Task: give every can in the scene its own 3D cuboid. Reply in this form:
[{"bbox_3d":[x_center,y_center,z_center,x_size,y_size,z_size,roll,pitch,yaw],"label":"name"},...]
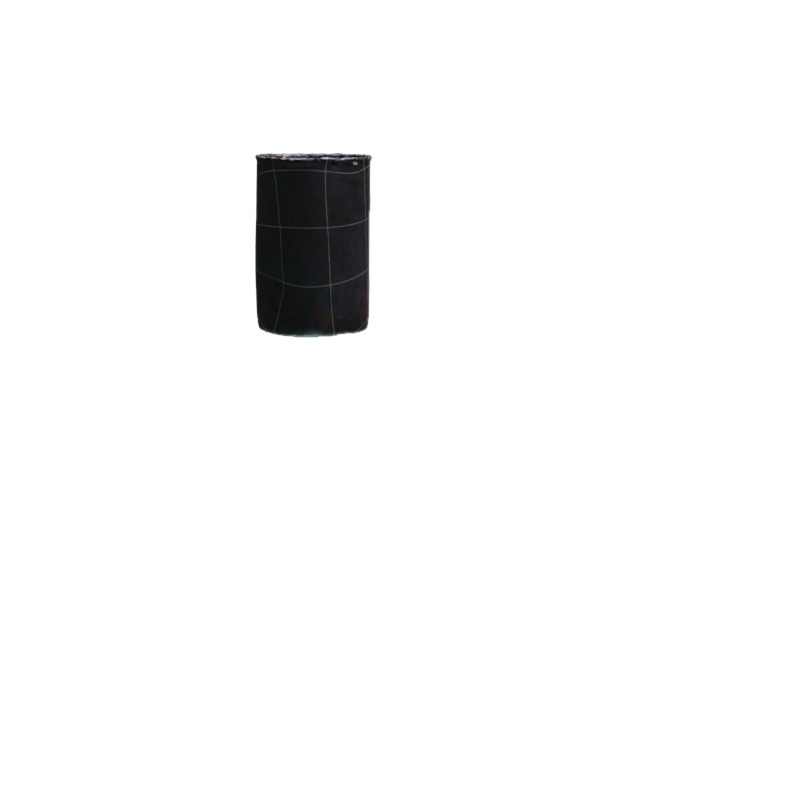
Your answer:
[{"bbox_3d":[-0.051,-0.093,0.651,0.068,0.100,0.070,0,9,-2],"label":"can"}]
